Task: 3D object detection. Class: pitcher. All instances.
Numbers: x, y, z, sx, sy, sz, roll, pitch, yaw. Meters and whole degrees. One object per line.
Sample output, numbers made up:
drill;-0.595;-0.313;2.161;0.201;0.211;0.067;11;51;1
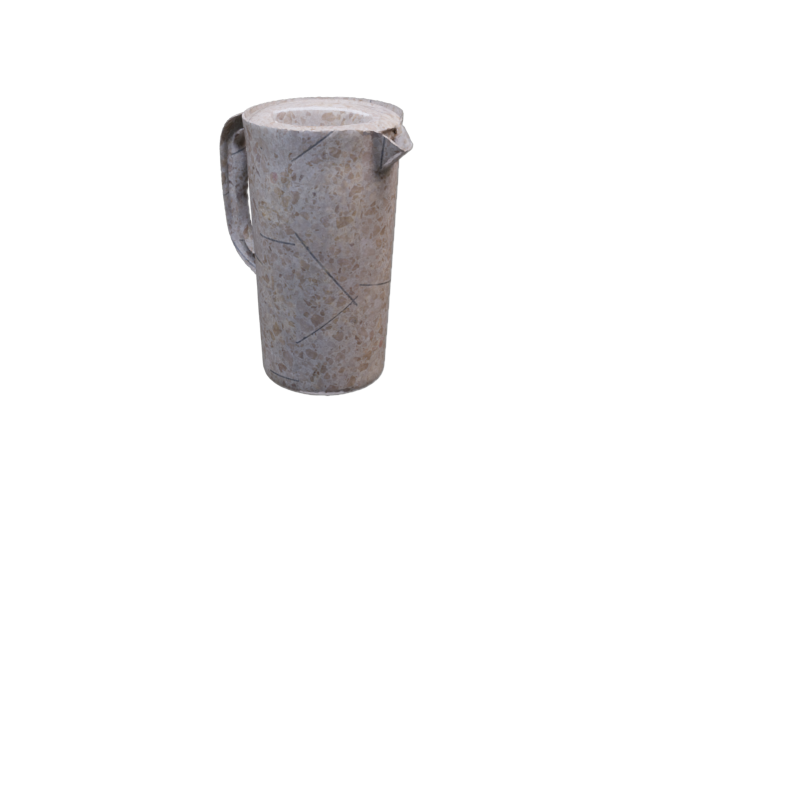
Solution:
pitcher;-0.074;-0.136;0.950;0.143;0.232;0.158;-4;22;-12
